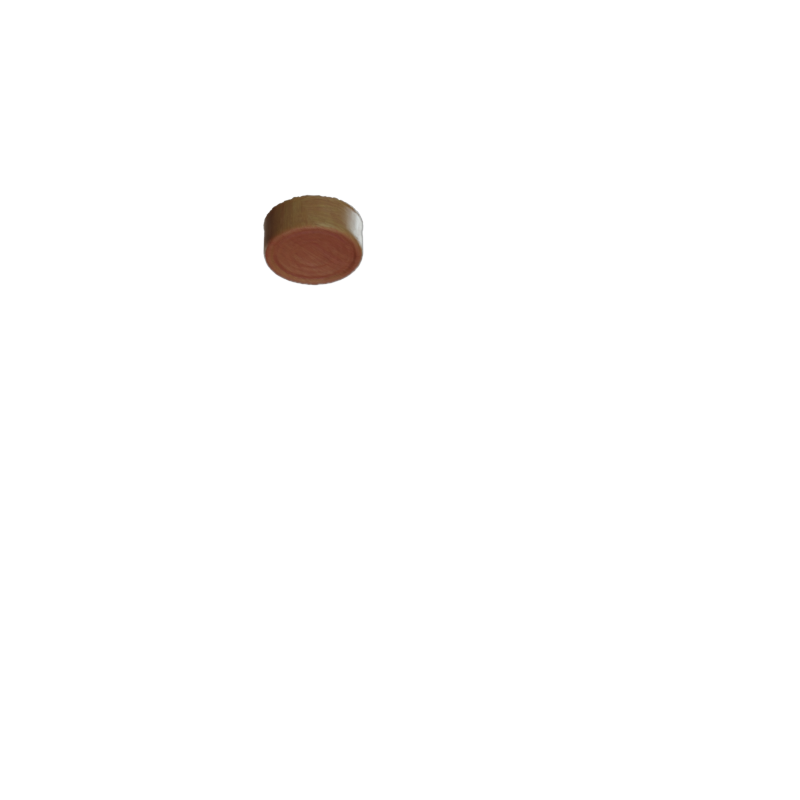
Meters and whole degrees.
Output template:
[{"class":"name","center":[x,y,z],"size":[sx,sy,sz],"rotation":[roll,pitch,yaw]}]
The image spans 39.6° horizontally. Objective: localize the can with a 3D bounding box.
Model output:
[{"class":"can","center":[-0.074,-0.134,0.941],"size":[0.086,0.036,0.080],"rotation":[1,-32,-2]}]
